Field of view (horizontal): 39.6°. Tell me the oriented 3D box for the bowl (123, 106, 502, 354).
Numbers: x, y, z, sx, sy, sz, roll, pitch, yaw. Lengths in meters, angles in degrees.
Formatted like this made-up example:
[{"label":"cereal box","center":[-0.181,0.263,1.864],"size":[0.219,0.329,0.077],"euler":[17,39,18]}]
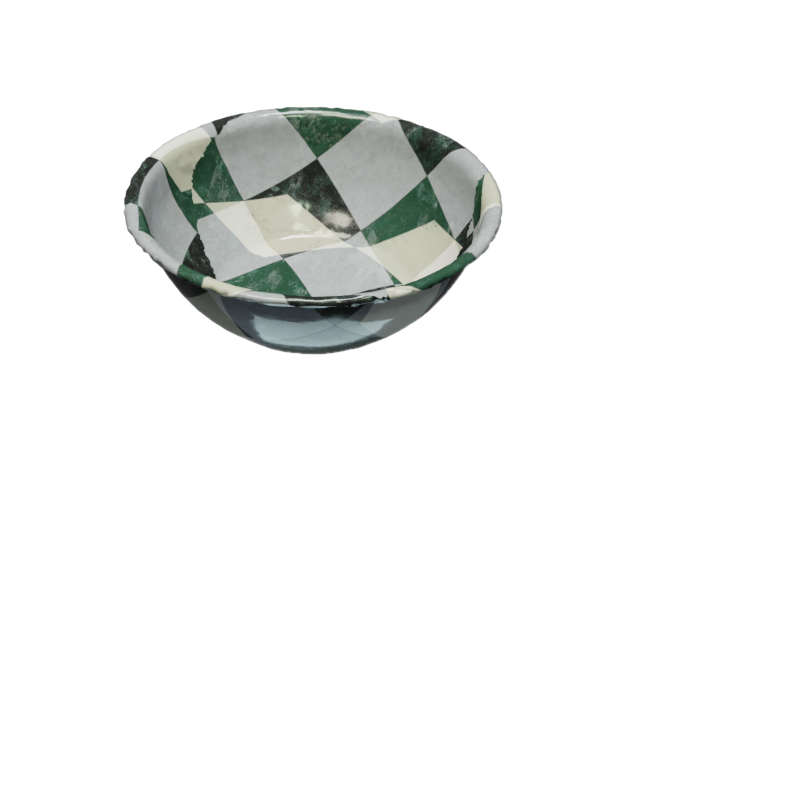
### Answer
[{"label":"bowl","center":[-0.038,-0.070,0.489],"size":[0.162,0.051,0.174],"euler":[-1,38,-2]}]
